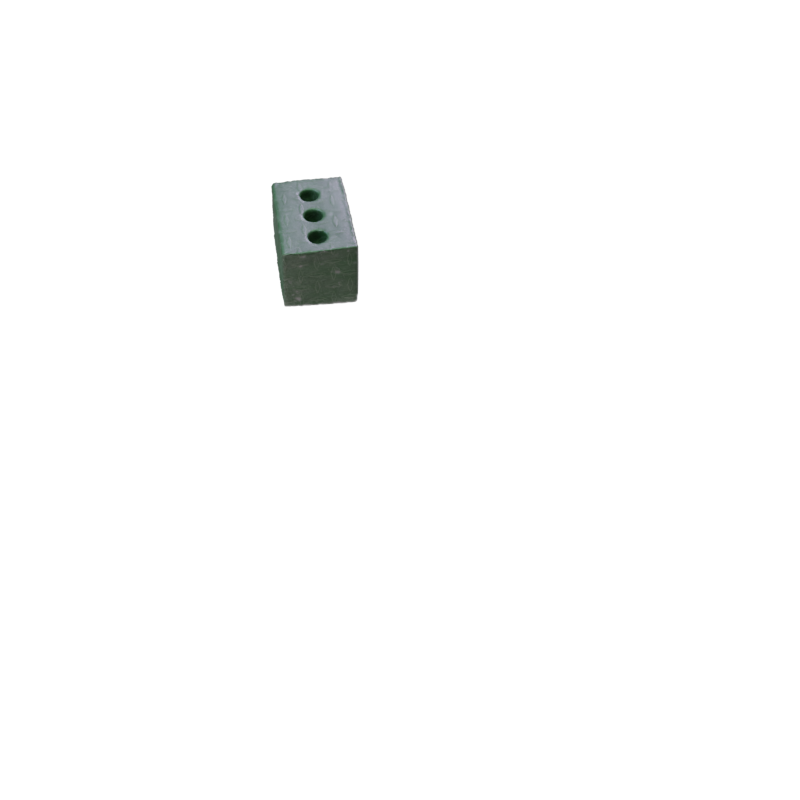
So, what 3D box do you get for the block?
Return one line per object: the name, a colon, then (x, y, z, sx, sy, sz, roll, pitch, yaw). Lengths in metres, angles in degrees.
block: (-0.061, -0.111, 0.779, 0.052, 0.084, 0.048, -6, -43, -8)
